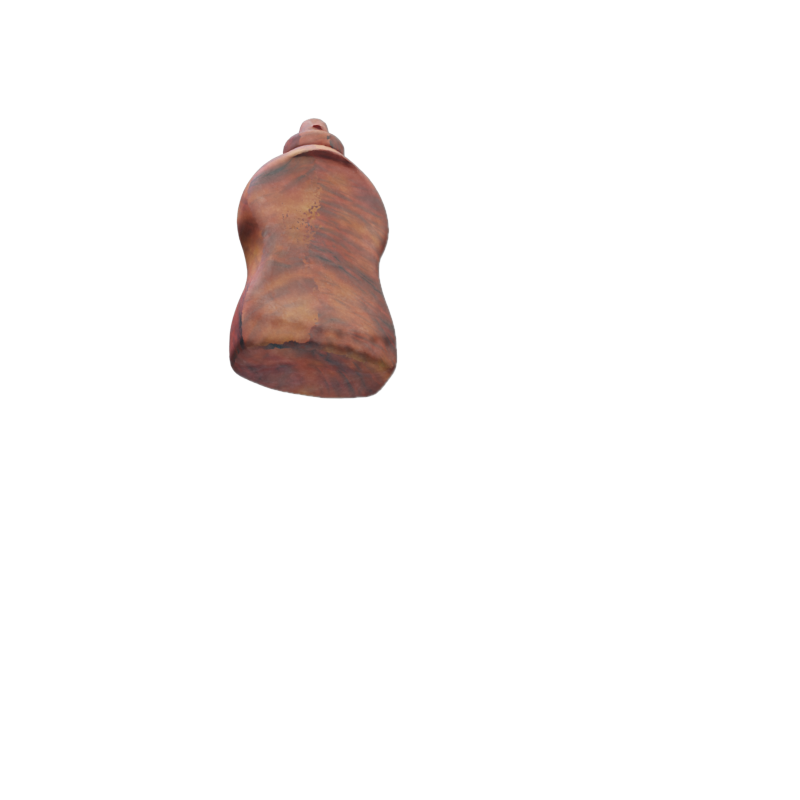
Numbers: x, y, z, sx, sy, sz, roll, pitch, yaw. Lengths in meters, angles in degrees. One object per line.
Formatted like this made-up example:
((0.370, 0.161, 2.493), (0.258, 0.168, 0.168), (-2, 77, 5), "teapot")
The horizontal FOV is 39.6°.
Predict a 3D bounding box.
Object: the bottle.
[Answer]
((-0.054, -0.099, 0.690), (0.094, 0.205, 0.056), (8, -35, -15), "bottle")
